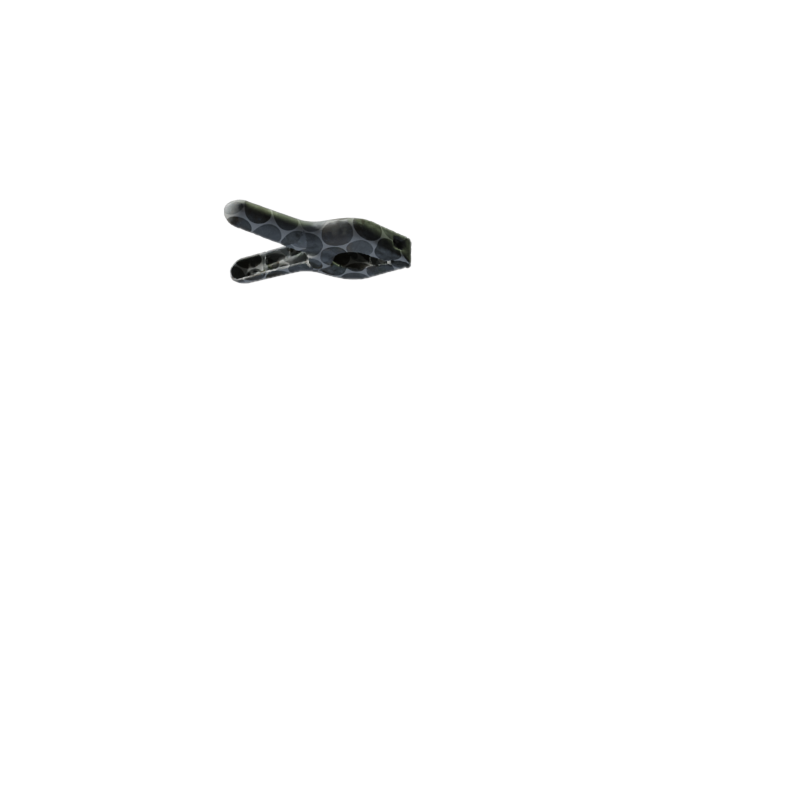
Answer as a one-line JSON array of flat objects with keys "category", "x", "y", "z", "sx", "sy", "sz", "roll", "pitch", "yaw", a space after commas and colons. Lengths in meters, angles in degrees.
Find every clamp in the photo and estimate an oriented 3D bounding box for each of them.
[{"category": "clamp", "x": -0.077, "y": -0.140, "z": 0.983, "sx": 0.173, "sy": 0.041, "sz": 0.113, "roll": -2, "pitch": -19, "yaw": 6}]
